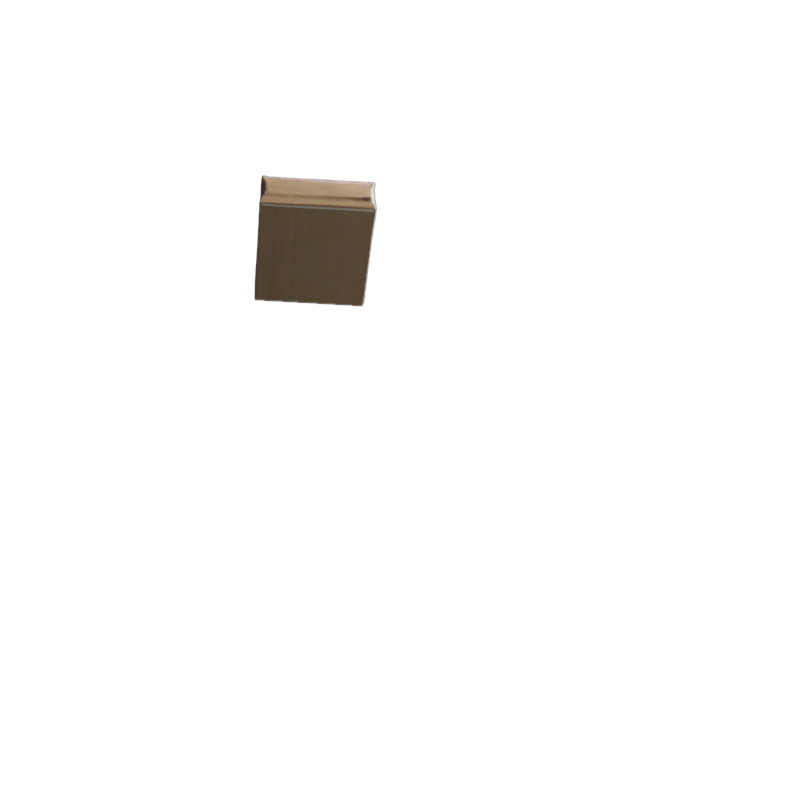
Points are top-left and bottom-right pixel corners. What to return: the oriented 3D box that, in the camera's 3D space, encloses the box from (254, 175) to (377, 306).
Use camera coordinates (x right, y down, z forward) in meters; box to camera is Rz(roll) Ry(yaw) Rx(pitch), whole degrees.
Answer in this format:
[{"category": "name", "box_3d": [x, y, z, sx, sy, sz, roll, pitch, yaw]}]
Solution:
[{"category": "box", "box_3d": [-0.056, -0.102, 0.713, 0.073, 0.032, 0.083, 4, -44, -4]}]
